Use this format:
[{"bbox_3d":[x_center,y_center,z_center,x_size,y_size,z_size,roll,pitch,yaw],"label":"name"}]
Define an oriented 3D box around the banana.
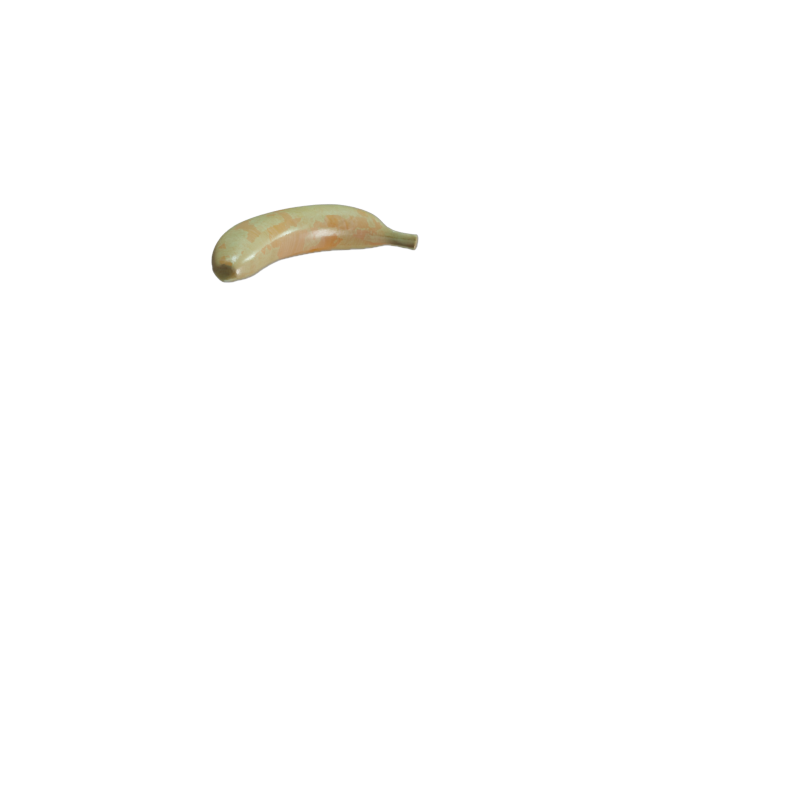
[{"bbox_3d":[-0.072,-0.116,0.789,0.073,0.035,0.194,15,23,39],"label":"banana"}]
